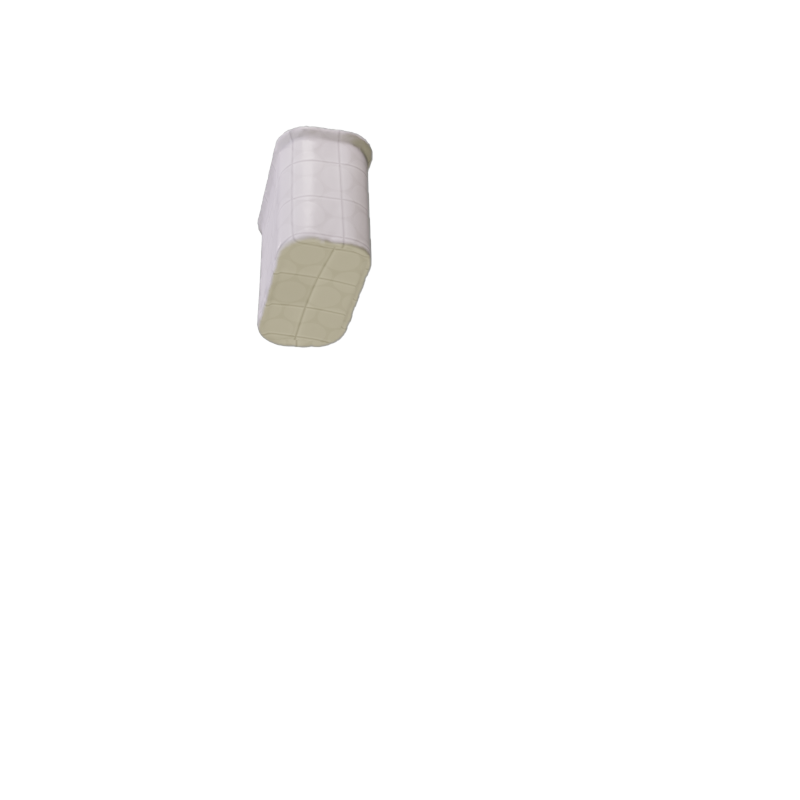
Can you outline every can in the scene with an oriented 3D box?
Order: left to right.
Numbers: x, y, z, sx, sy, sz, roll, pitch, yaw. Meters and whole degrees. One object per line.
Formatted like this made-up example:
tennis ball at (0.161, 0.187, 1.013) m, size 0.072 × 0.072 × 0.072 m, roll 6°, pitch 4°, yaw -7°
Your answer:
can at (-0.050, -0.091, 0.636) m, size 0.056 × 0.090 × 0.097 m, roll 7°, pitch -38°, yaw -12°
